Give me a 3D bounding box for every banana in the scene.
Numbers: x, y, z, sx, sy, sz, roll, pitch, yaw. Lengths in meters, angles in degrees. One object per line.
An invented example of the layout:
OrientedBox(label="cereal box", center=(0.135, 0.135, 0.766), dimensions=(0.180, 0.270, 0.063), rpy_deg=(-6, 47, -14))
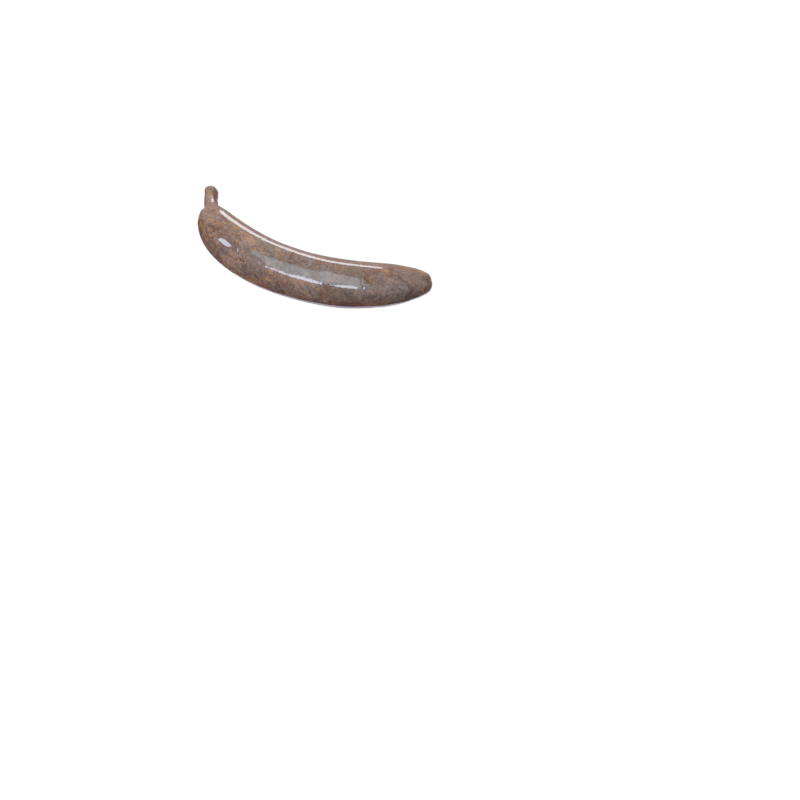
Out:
OrientedBox(label="banana", center=(-0.077, -0.106, 0.828), dimensions=(0.204, 0.072, 0.034), rpy_deg=(25, -28, 14))
